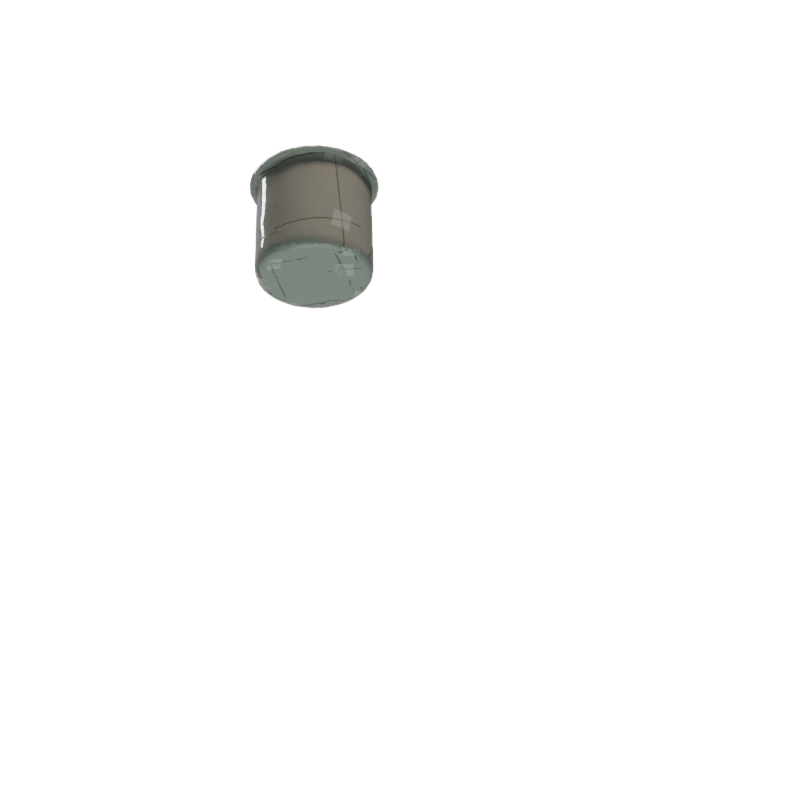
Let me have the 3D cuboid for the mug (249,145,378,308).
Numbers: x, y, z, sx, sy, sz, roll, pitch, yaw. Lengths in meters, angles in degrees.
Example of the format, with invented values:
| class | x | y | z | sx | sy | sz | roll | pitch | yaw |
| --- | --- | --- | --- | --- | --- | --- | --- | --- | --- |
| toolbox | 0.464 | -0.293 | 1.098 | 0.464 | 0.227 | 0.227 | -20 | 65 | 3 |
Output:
| class | x | y | z | sx | sy | sz | roll | pitch | yaw |
| --- | --- | --- | --- | --- | --- | --- | --- | --- | --- |
| mug | -0.062 | -0.113 | 0.789 | 0.093 | 0.087 | 0.110 | 2 | -32 | -5 |
